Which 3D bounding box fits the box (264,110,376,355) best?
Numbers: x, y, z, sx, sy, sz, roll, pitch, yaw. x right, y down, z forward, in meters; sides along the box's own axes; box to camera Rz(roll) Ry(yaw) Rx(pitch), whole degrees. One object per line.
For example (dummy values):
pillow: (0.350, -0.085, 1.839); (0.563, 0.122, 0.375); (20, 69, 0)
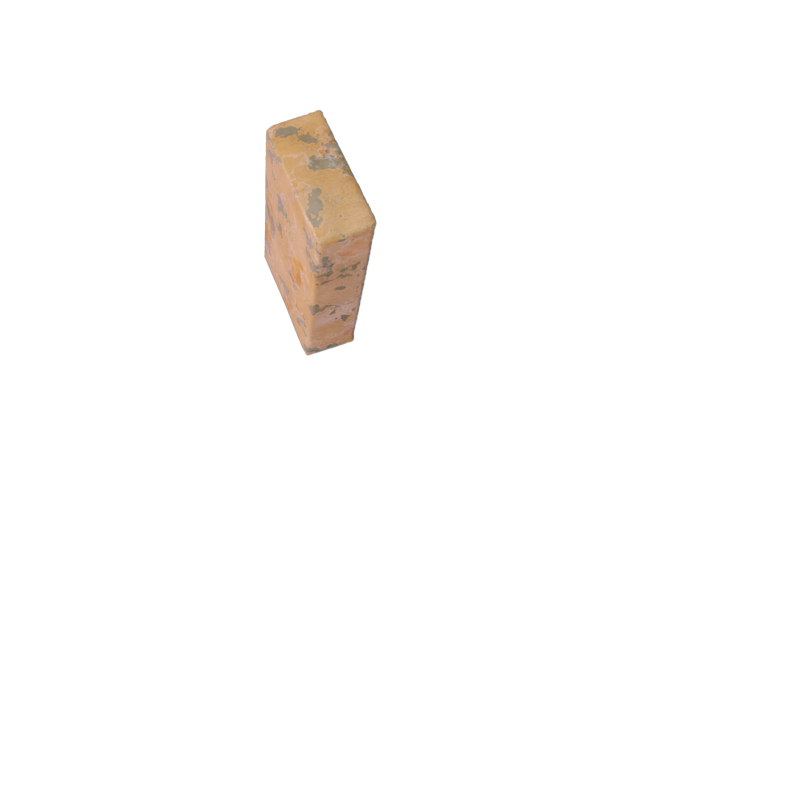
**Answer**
box: (-0.060, -0.108, 0.756); (0.048, 0.099, 0.167); (-20, -20, -12)
